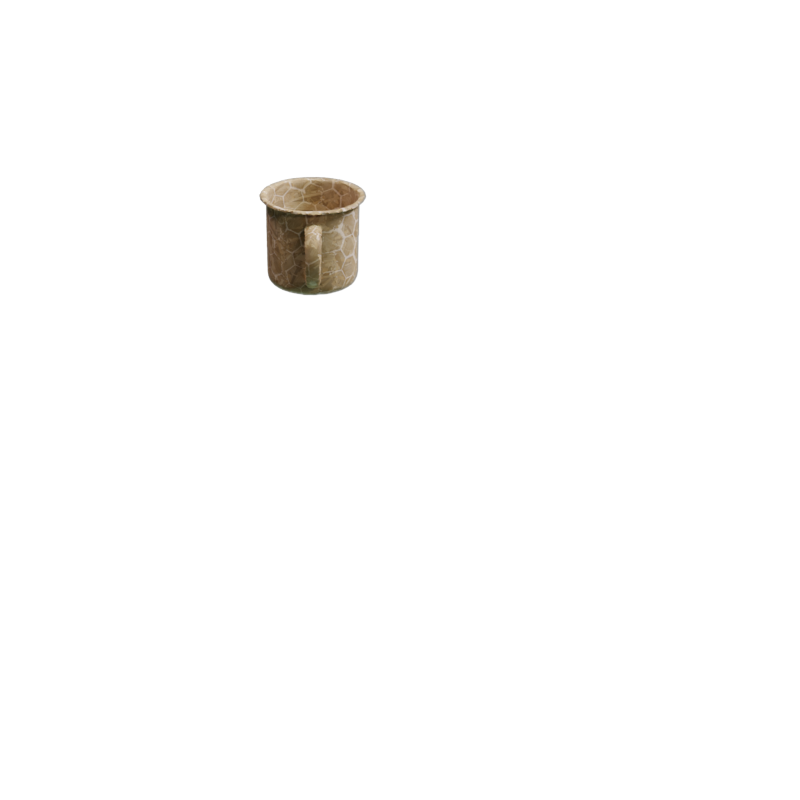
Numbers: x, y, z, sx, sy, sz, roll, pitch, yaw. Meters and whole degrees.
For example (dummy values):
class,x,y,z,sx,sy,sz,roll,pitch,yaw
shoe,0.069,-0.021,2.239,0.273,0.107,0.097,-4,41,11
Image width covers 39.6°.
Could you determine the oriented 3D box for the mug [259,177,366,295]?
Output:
class,x,y,z,sx,sy,sz,roll,pitch,yaw
mug,-0.076,-0.139,0.974,0.093,0.077,0.124,-2,28,-5
